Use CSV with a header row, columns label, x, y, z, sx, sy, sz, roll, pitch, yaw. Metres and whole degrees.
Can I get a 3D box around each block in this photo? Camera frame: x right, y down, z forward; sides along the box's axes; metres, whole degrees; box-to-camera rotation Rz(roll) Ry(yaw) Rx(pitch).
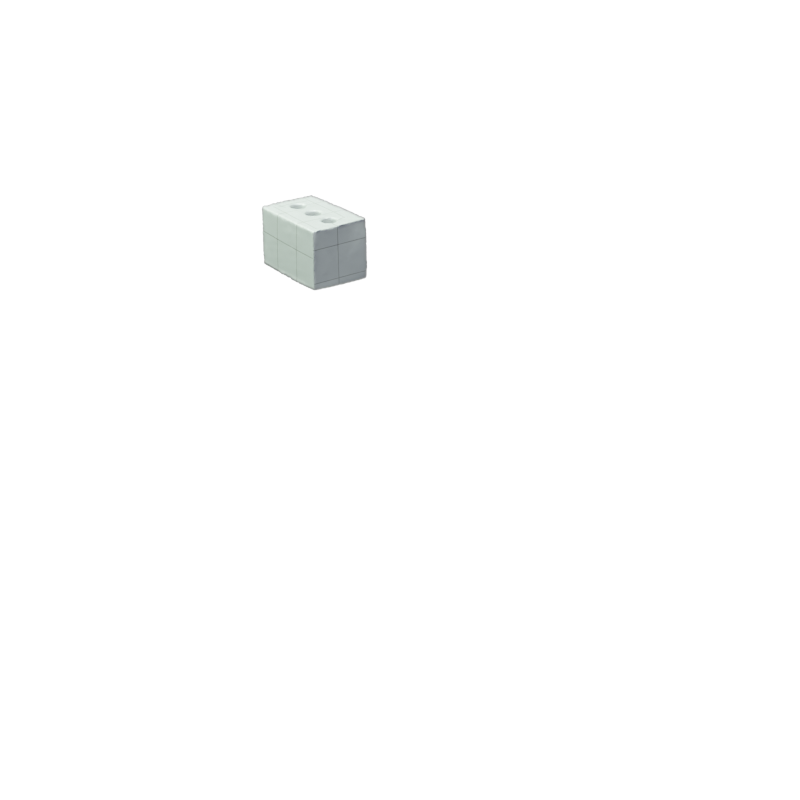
label,x,y,z,sx,sy,sz,roll,pitch,yaw
block,-0.071,-0.129,0.901,0.052,0.049,0.083,-17,30,-34
